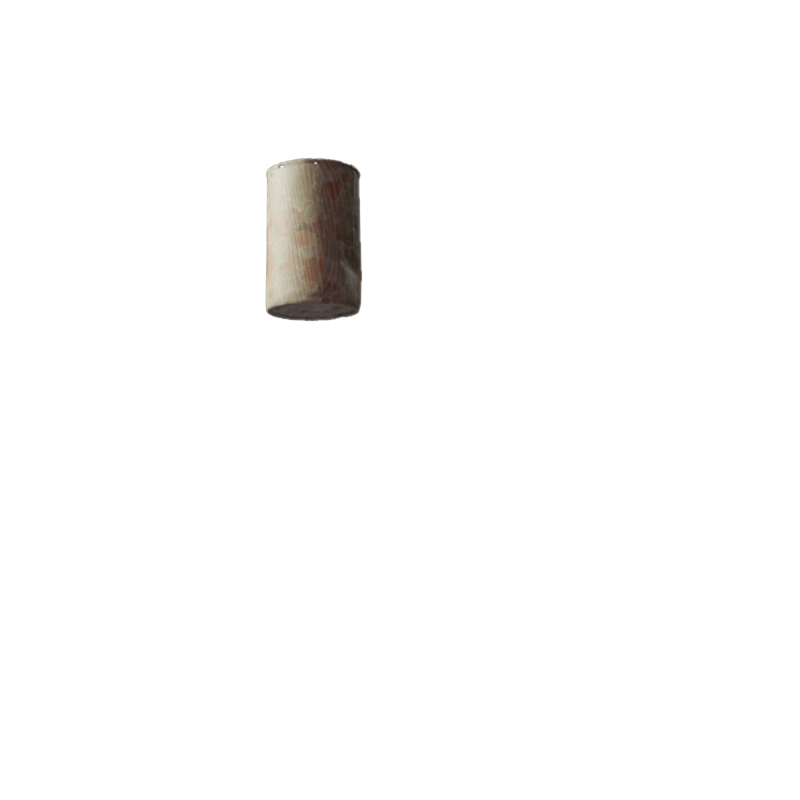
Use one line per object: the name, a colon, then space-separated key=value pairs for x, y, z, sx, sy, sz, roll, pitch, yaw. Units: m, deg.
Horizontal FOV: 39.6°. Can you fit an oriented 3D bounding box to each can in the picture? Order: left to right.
can: x=-0.061 y=-0.112 z=0.783 sx=0.068 sy=0.106 sz=0.066 roll=0 pitch=-12 yaw=-2
